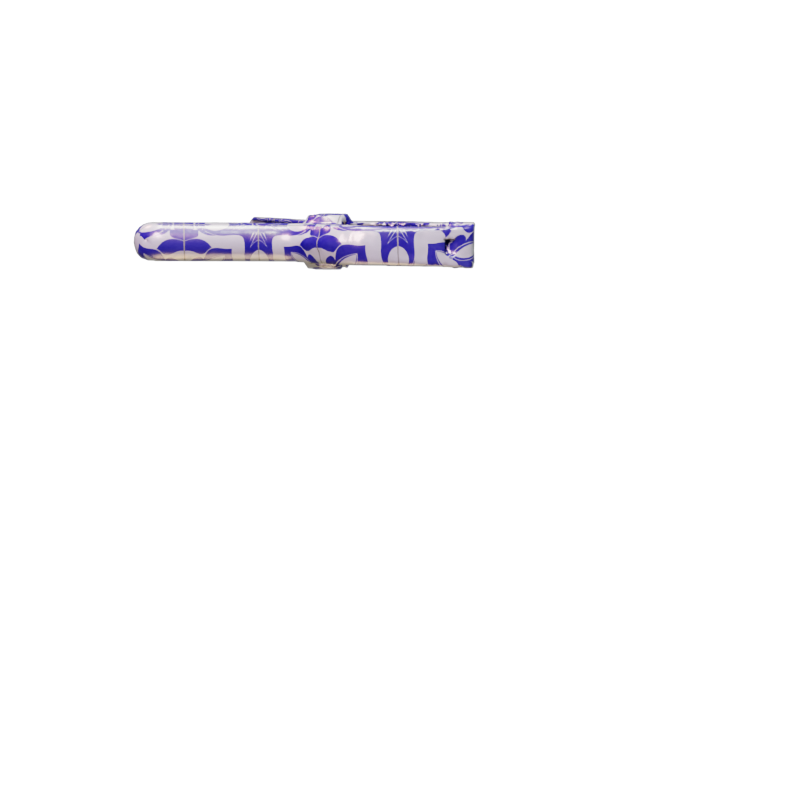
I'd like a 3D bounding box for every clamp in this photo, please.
[{"bbox_3d":[-0.057,-0.104,0.729,0.218,0.036,0.161,7,13,30],"label":"clamp"}]
